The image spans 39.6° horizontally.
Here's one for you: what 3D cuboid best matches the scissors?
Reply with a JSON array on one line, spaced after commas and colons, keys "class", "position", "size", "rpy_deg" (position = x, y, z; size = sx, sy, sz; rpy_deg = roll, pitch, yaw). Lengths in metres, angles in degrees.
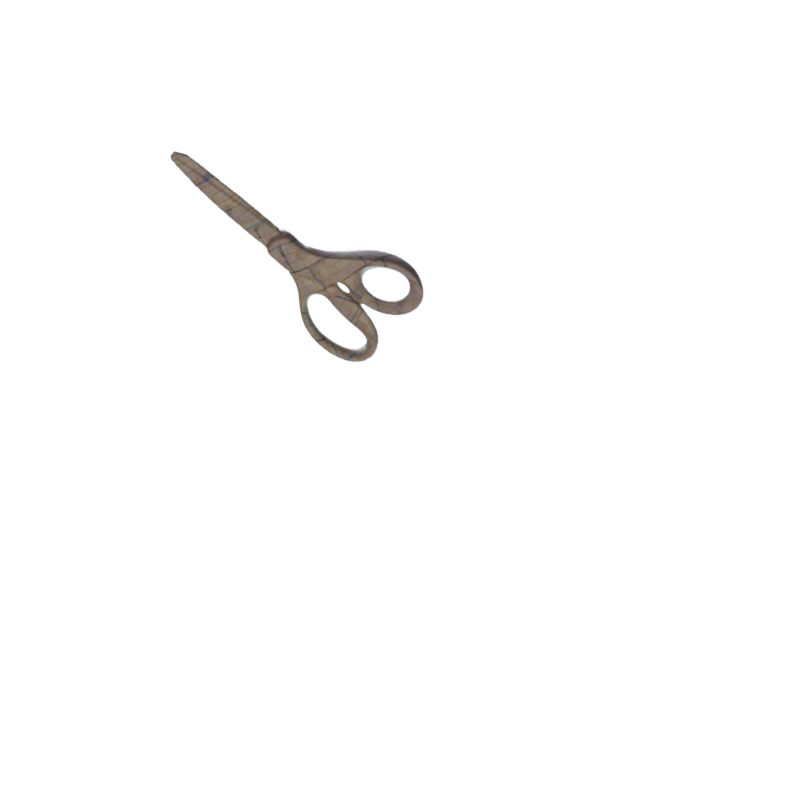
[{"class": "scissors", "position": [-0.058, -0.105, 0.735], "size": [0.096, 0.188, 0.017], "rpy_deg": [-25, 31, 16]}]
